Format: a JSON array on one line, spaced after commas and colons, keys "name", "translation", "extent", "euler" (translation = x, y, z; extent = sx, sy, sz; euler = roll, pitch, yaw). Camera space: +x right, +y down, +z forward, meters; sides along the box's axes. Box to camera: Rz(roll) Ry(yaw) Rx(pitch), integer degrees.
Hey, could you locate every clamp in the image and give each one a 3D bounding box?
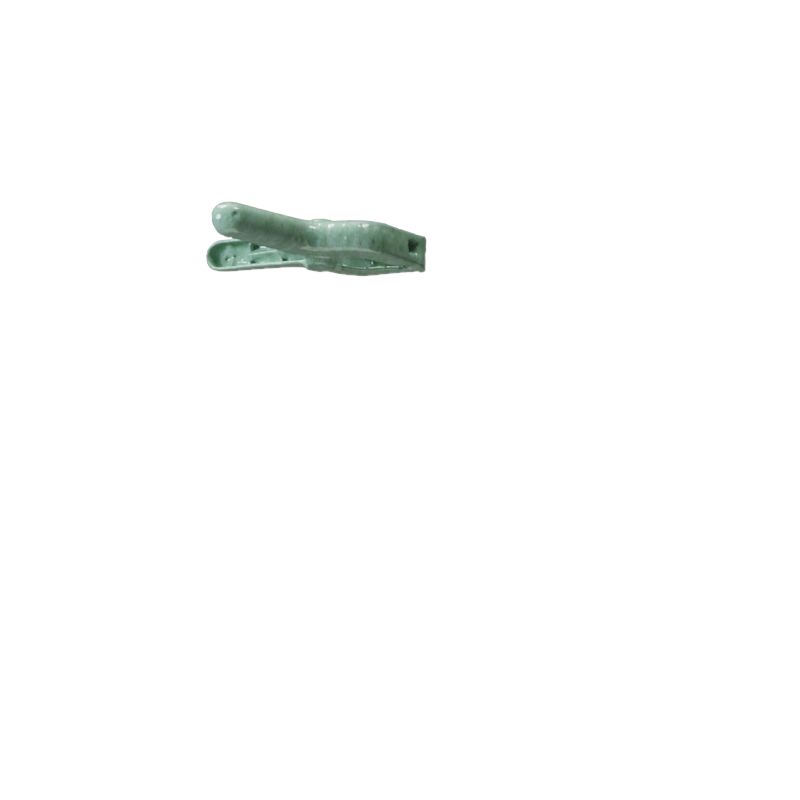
[{"name": "clamp", "translation": [-0.064, -0.117, 0.823], "extent": [0.171, 0.040, 0.118], "euler": [0, -3, 0]}]
